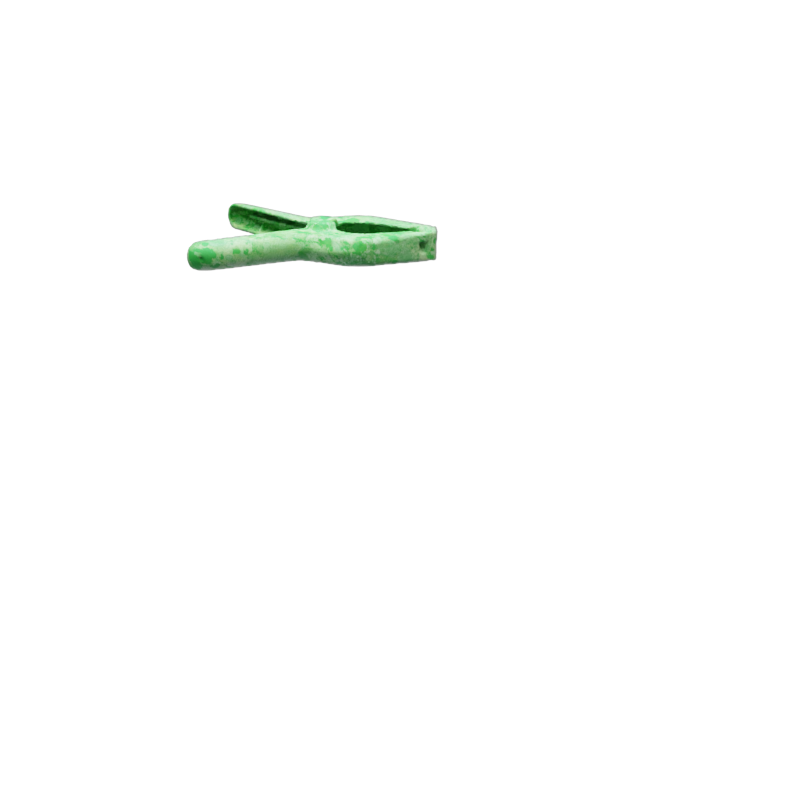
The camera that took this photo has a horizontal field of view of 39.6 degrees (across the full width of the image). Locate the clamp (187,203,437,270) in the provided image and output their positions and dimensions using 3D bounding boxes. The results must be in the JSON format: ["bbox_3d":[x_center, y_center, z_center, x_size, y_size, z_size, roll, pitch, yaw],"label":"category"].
[{"bbox_3d":[-0.076,-0.138,0.965,0.214,0.035,0.168,6,23,13],"label":"clamp"}]
